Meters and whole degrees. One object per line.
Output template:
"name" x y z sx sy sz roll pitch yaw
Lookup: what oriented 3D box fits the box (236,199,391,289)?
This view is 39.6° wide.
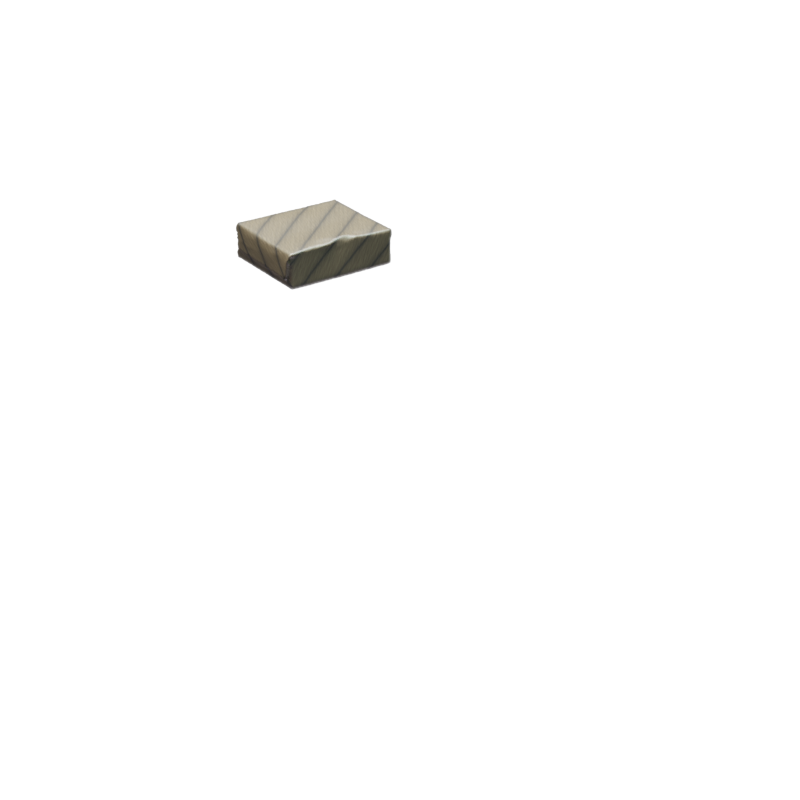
"box" -0.063 -0.114 0.798 0.088 0.029 0.078 -18 33 -30
